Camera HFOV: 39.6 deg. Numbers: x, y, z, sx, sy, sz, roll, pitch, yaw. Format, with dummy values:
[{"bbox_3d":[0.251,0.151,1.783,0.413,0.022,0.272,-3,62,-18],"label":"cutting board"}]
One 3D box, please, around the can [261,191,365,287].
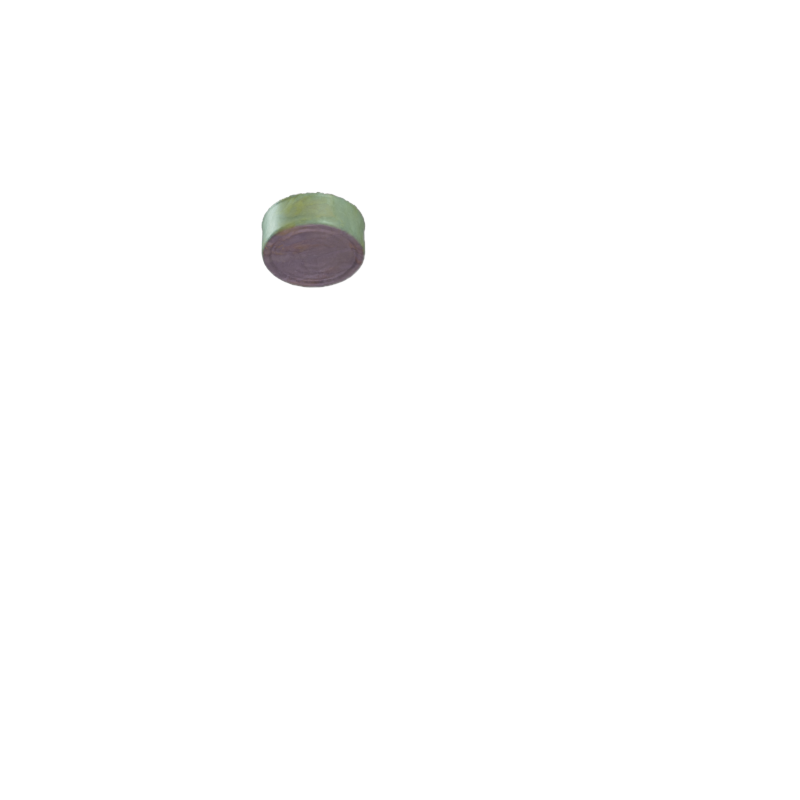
[{"bbox_3d":[-0.071,-0.130,0.907,0.086,0.036,0.080,1,-35,-2],"label":"can"}]
